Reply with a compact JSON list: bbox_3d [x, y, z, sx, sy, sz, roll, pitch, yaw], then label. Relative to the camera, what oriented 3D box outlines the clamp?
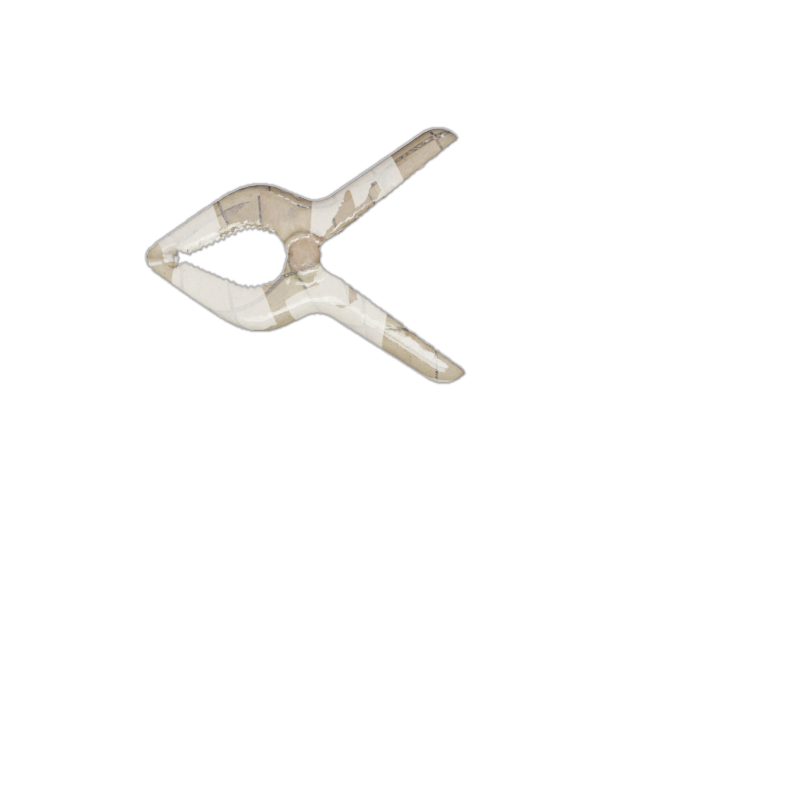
[{"bbox_3d":[-0.056,-0.103,0.719,0.210,0.167,0.036,6,-6,1],"label":"clamp"}]
